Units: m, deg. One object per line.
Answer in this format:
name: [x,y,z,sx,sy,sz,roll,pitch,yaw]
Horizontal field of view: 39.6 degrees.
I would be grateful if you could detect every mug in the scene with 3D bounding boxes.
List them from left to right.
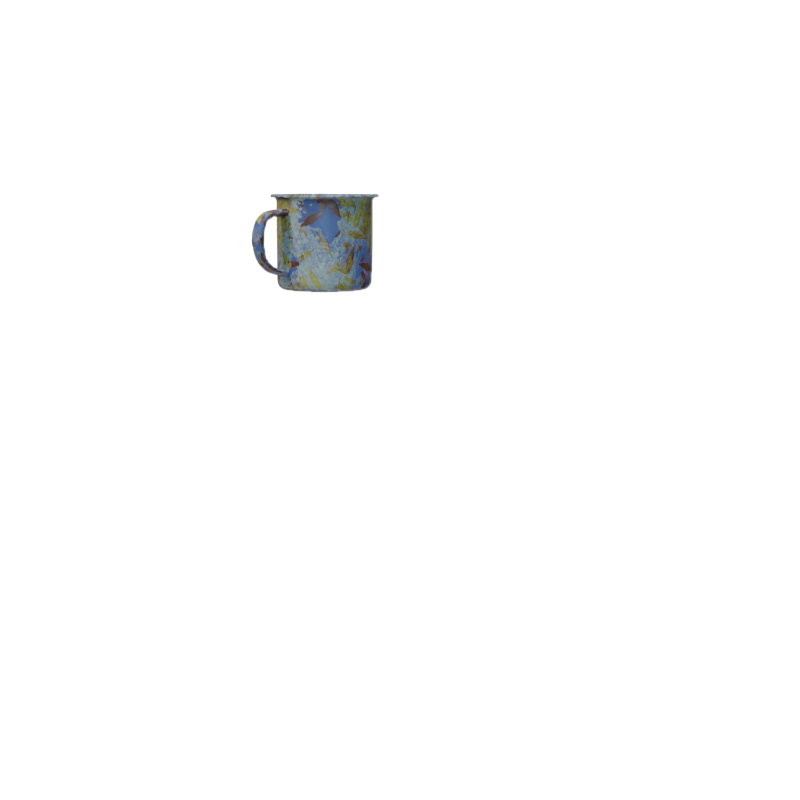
mug: [-0.074,-0.135,0.946,0.113,0.081,0.098,-6,10,-38]
